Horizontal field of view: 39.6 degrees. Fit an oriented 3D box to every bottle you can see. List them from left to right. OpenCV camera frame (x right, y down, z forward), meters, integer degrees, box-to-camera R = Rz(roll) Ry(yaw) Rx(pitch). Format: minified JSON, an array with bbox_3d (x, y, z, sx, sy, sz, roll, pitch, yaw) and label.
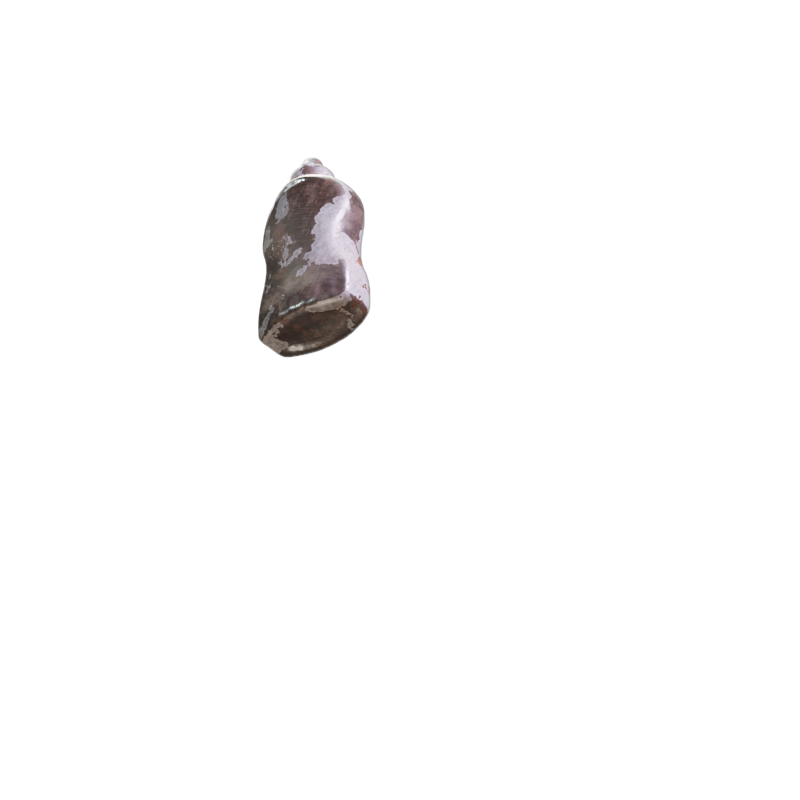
[{"bbox_3d":[-0.074,-0.134,0.940,0.096,0.206,0.054,-29,-46,28],"label":"bottle"}]
